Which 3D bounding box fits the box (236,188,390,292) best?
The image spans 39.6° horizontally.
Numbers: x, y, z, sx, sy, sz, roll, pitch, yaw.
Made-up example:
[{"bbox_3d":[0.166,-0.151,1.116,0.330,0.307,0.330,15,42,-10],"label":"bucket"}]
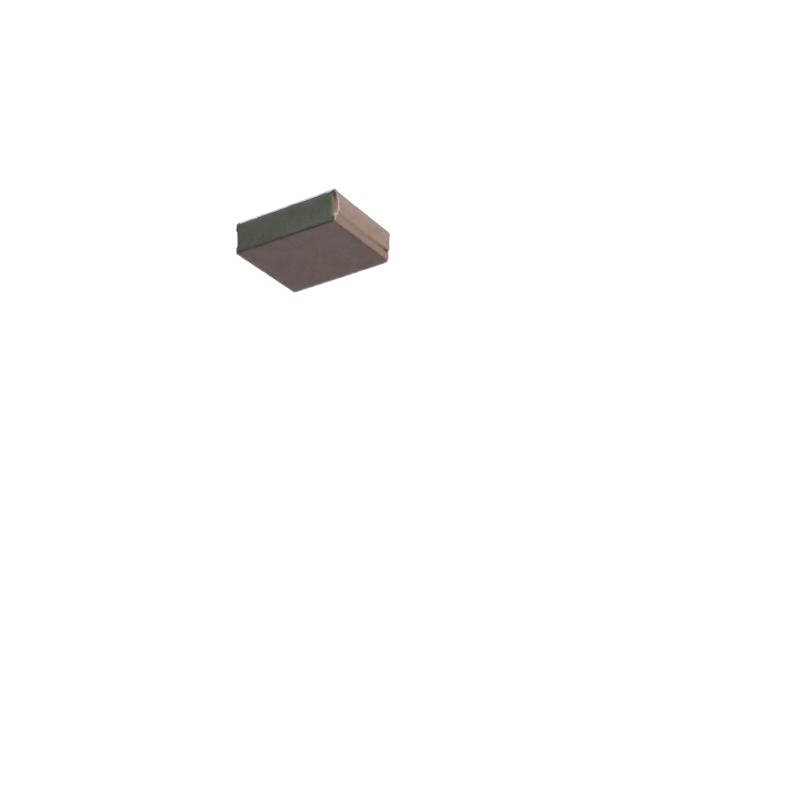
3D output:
[{"bbox_3d":[-0.063,-0.116,0.809,0.090,0.032,0.068,-15,-28,30],"label":"box"}]
